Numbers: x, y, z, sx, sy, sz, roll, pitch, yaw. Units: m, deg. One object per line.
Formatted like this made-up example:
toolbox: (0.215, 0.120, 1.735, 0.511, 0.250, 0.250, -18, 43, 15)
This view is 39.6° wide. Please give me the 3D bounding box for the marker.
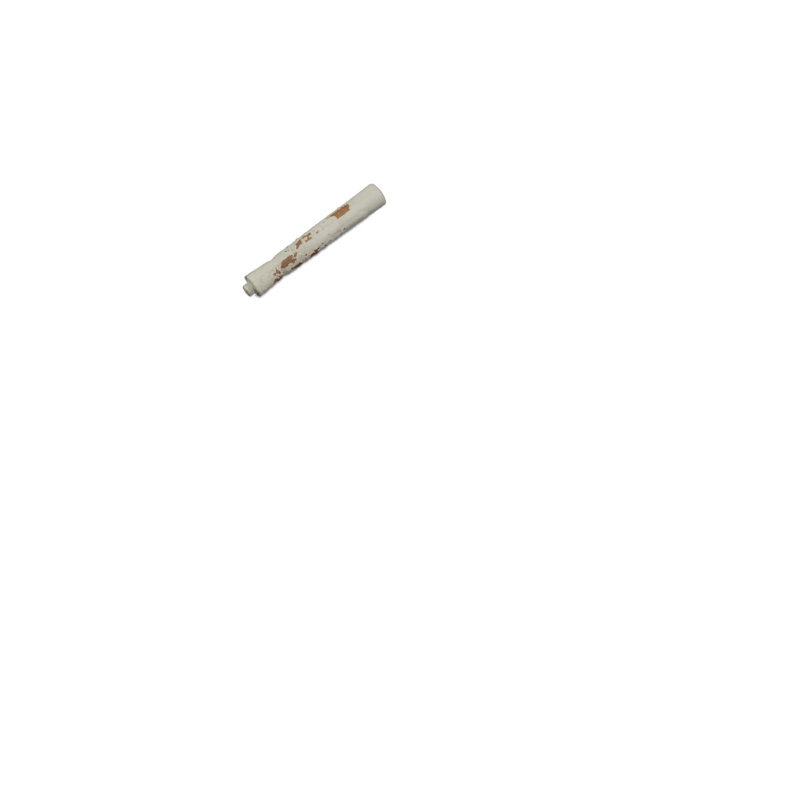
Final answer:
marker: (-0.062, -0.112, 0.787, 0.122, 0.019, 0.020, -39, 16, -14)
